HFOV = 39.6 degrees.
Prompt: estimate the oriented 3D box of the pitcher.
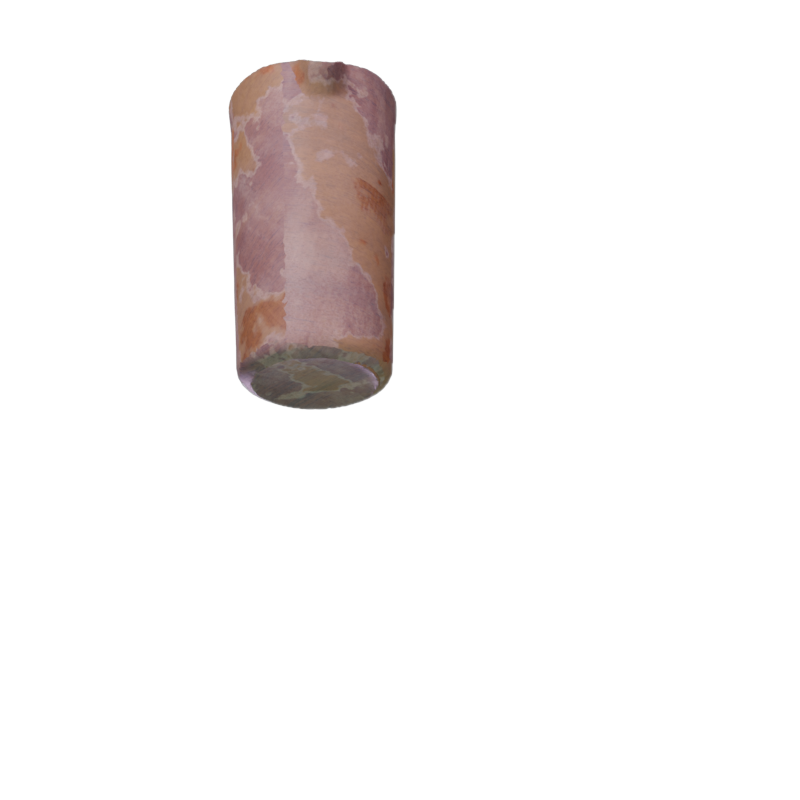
[{"bbox_3d":[-0.065,-0.118,0.829,0.146,0.258,0.139,-21,-33,31],"label":"pitcher"}]
